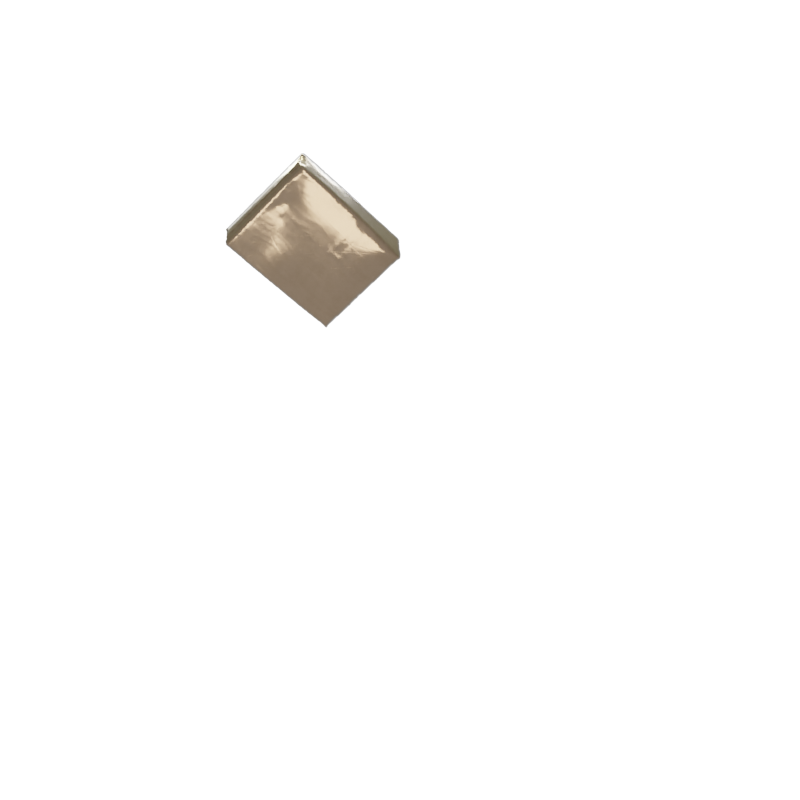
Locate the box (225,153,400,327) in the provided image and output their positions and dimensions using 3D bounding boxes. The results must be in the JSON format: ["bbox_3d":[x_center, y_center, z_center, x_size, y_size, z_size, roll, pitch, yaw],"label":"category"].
[{"bbox_3d":[-0.069,-0.126,0.883,0.109,0.089,0.041,42,18,-17],"label":"box"}]
